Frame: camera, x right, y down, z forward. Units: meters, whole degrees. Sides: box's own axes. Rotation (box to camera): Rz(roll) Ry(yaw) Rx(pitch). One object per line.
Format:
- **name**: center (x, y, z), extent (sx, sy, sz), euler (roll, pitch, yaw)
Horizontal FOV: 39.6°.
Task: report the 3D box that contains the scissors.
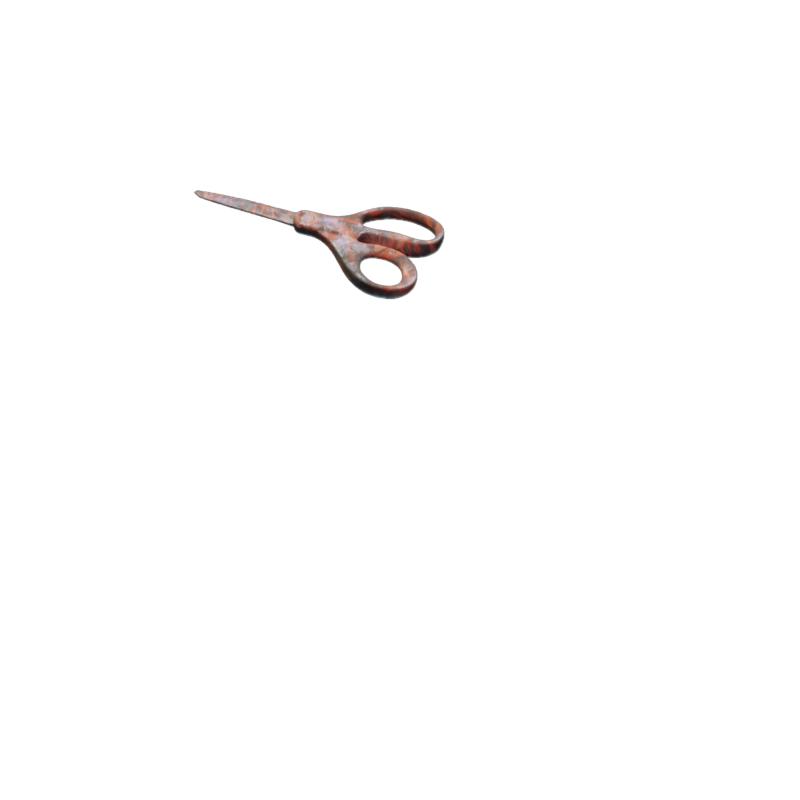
- **scissors**: center (-0.067, -0.123, 0.860), extent (0.203, 0.103, 0.015), euler (4, -39, 3)
